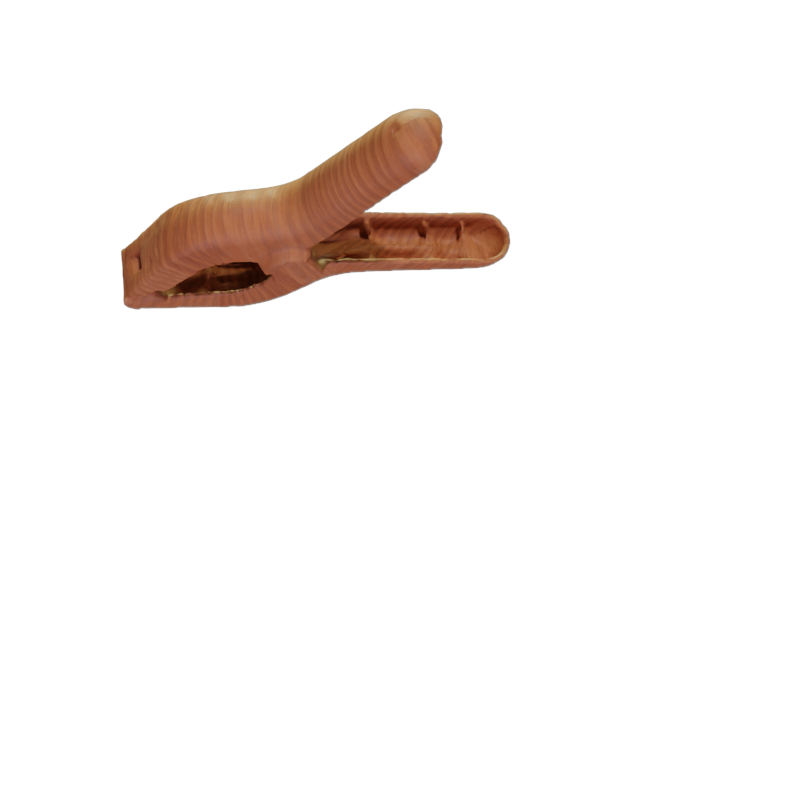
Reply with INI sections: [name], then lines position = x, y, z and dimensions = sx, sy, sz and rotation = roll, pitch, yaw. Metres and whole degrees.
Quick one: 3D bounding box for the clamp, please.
[clamp]
position = -0.038, -0.069, 0.482
dimensions = 0.174, 0.041, 0.112
rotation = -12, -26, 26
